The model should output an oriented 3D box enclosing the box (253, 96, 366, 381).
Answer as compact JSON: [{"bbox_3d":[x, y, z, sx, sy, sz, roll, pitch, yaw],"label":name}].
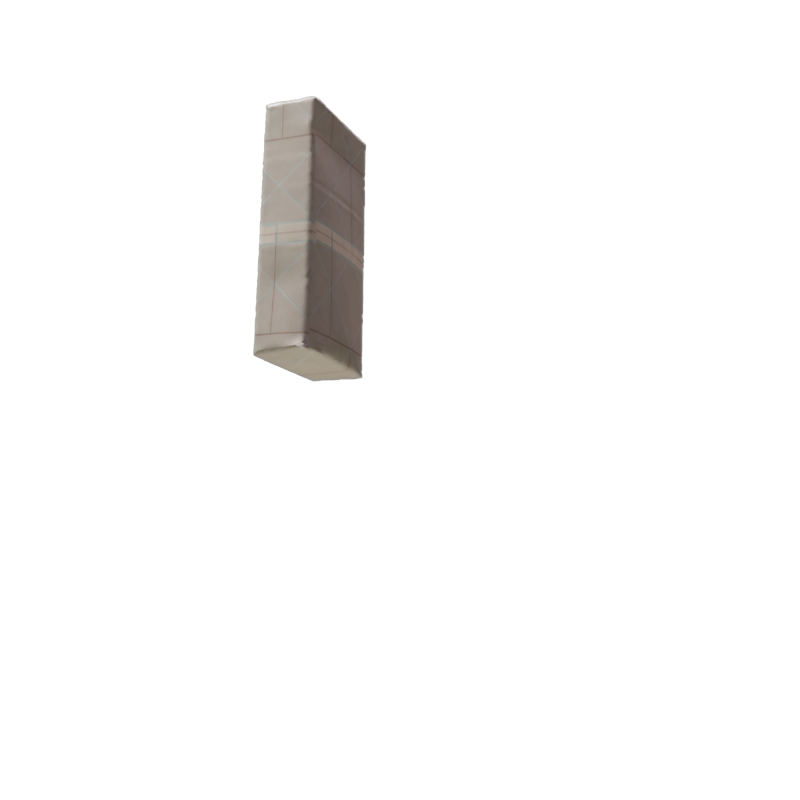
[{"bbox_3d":[-0.060,-0.109,0.761,0.049,0.184,0.088,-9,-19,21],"label":"box"}]
